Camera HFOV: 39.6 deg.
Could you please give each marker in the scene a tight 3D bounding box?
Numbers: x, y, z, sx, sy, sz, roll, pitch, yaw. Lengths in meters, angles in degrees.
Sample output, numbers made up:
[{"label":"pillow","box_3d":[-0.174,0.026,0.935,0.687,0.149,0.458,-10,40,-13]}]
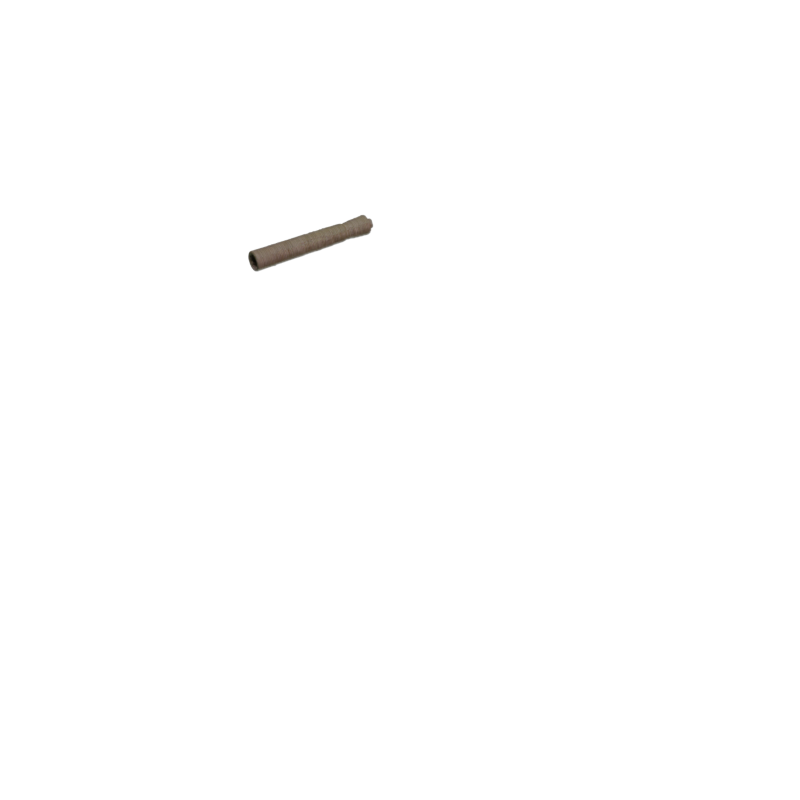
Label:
[{"label":"marker","box_3d":[-0.077,-0.140,0.977,0.120,0.019,0.020,-22,14,-25]}]
